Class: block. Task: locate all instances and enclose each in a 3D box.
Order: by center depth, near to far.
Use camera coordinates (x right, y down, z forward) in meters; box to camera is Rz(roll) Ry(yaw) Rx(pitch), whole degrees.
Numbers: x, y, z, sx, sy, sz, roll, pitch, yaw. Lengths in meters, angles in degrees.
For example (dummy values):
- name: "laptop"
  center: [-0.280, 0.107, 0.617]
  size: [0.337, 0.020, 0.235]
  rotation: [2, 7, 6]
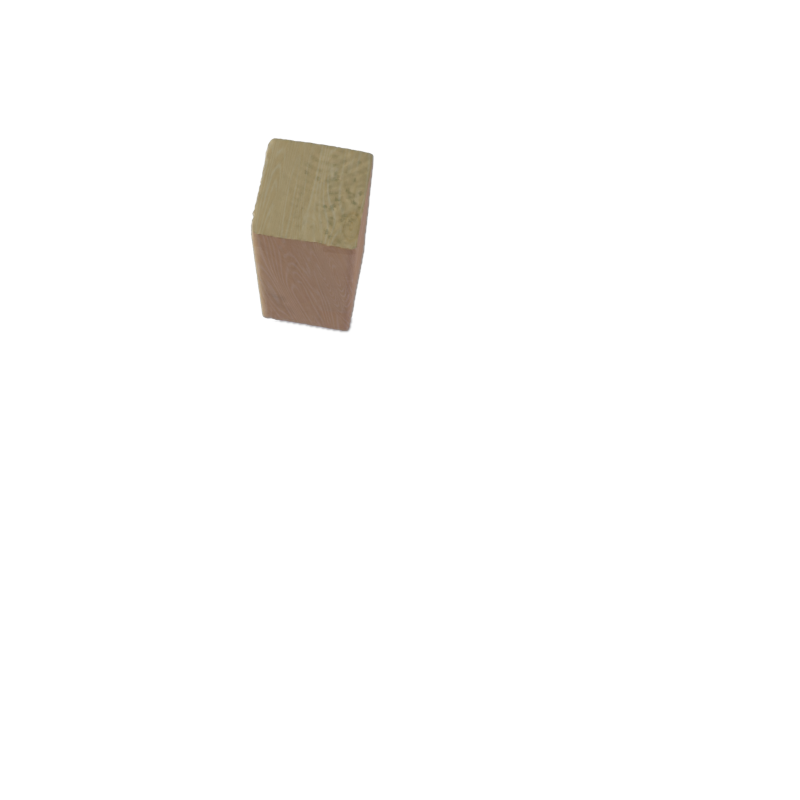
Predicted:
- name: "block"
  center: [-0.079, -0.143, 0.996]
  size: [0.090, 0.094, 0.197]
  rotation: [10, -17, -1]
